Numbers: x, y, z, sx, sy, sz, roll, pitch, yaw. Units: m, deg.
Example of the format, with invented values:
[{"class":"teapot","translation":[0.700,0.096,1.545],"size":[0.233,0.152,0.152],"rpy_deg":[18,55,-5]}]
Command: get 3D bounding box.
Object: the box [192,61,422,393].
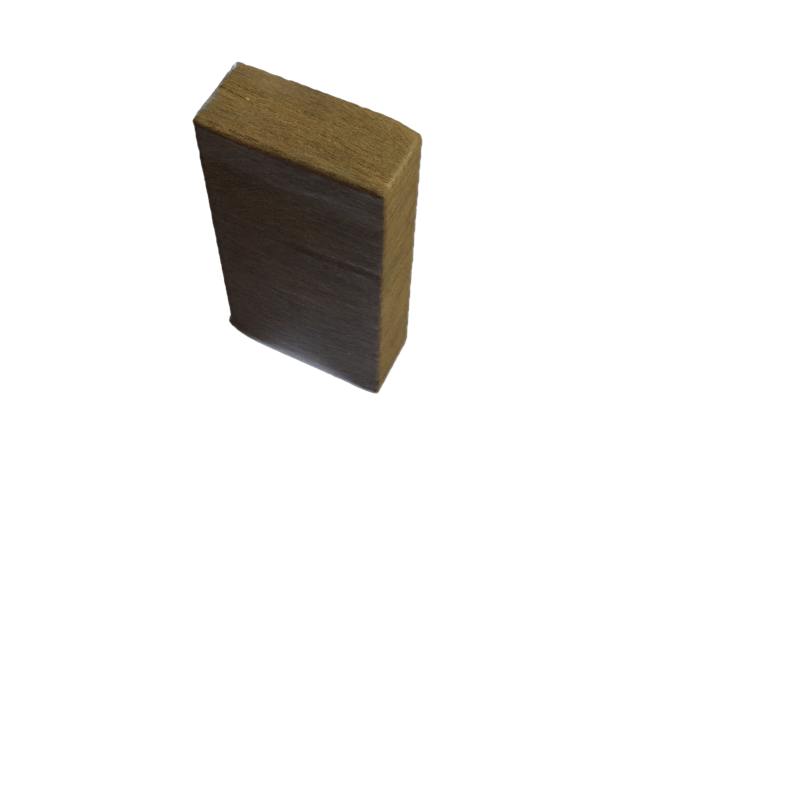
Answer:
[{"class":"box","translation":[-0.041,-0.076,0.531],"size":[0.096,0.050,0.165],"rpy_deg":[25,-29,12]}]
